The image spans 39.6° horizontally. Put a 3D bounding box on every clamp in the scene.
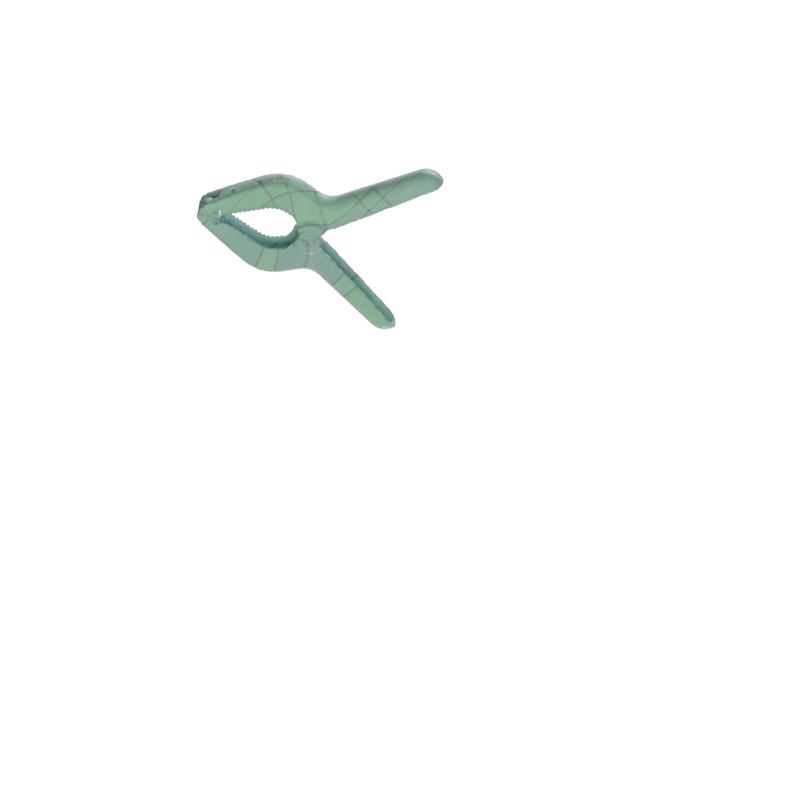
[{"bbox_3d":[-0.078,-0.142,0.995,0.209,0.156,0.039,7,30,-4],"label":"clamp"}]
